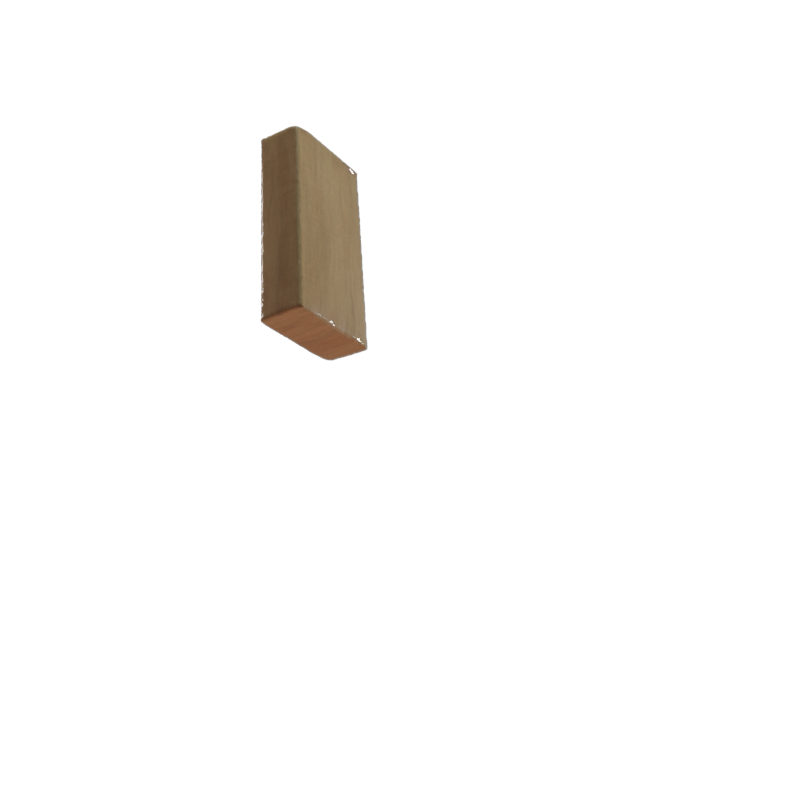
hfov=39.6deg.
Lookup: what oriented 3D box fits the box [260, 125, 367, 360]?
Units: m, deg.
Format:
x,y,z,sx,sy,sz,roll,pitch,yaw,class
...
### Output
x,y,z,sx,sy,sz,roll,pitch,yaw,class
-0.071,-0.129,0.904,0.048,0.187,0.087,-20,-33,29,box
